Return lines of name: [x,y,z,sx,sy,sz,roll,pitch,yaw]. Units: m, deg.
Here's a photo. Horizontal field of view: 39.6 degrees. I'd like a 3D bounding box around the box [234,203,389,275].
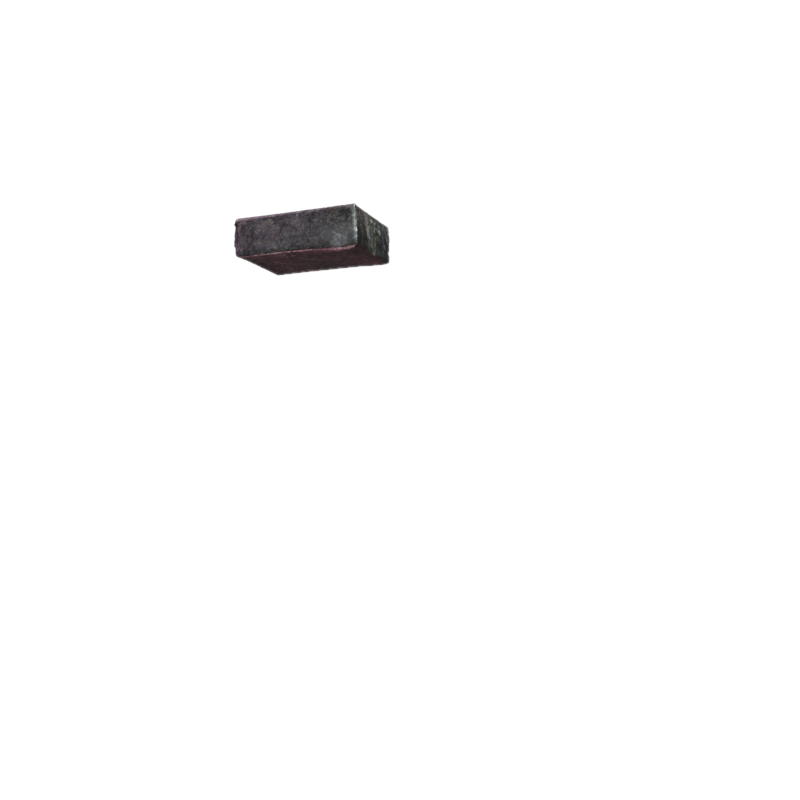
box: [-0.076,-0.138,0.965,0.116,0.040,0.086,-2,-6,20]
